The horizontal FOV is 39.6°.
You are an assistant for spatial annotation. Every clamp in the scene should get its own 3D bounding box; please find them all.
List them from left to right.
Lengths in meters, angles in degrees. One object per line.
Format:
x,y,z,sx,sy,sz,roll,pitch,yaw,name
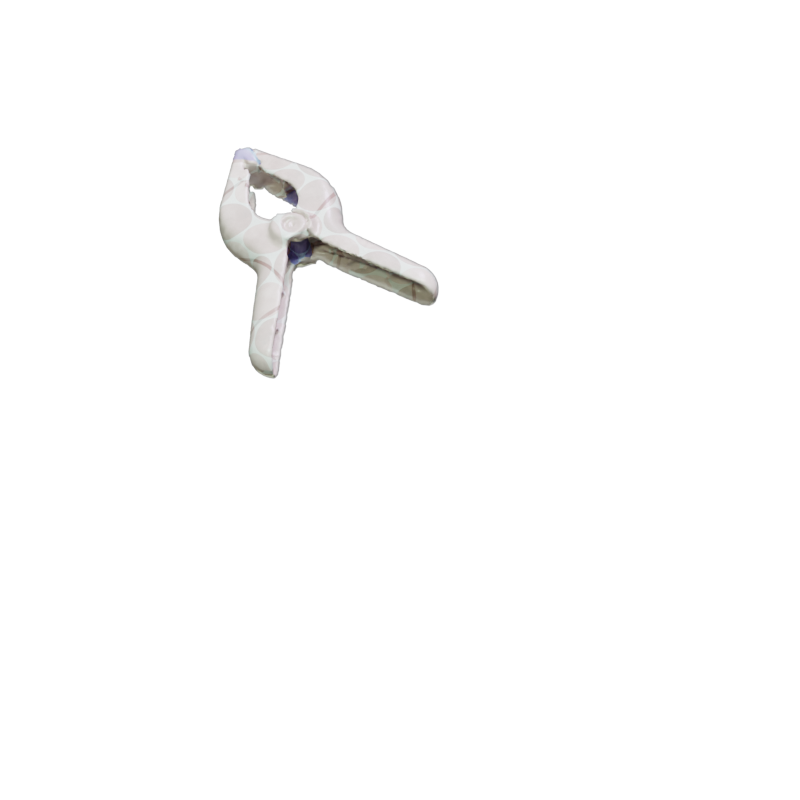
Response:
-0.054,-0.099,0.695,0.119,0.185,0.037,-15,-34,-11,clamp
